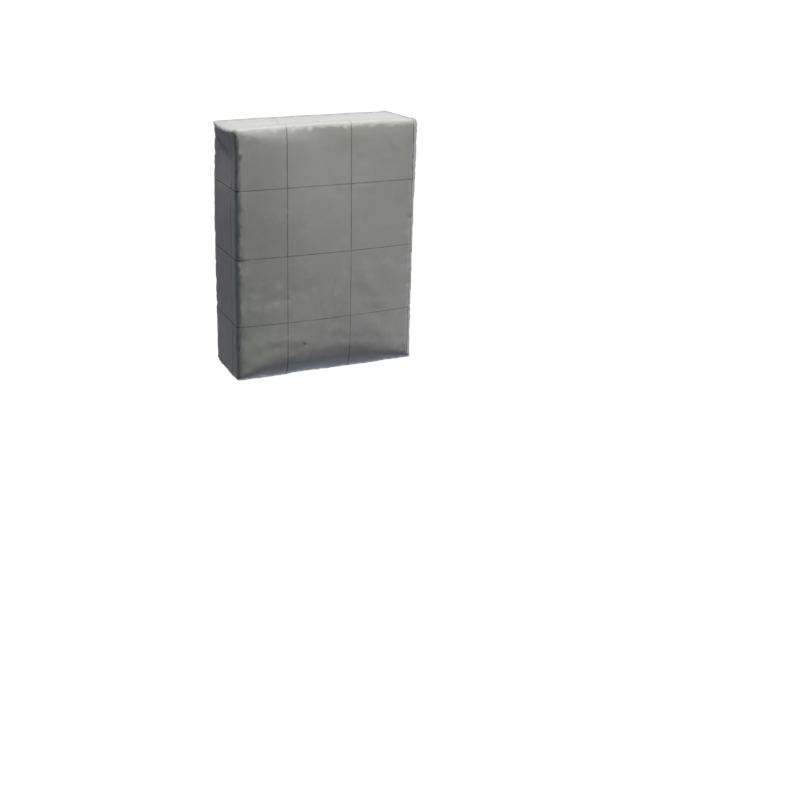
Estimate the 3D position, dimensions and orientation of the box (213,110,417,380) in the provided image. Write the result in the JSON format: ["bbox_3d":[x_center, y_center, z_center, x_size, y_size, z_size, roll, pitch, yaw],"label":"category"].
[{"bbox_3d":[-0.075,-0.136,0.953,0.160,0.206,0.076,-7,17,-23],"label":"box"}]
